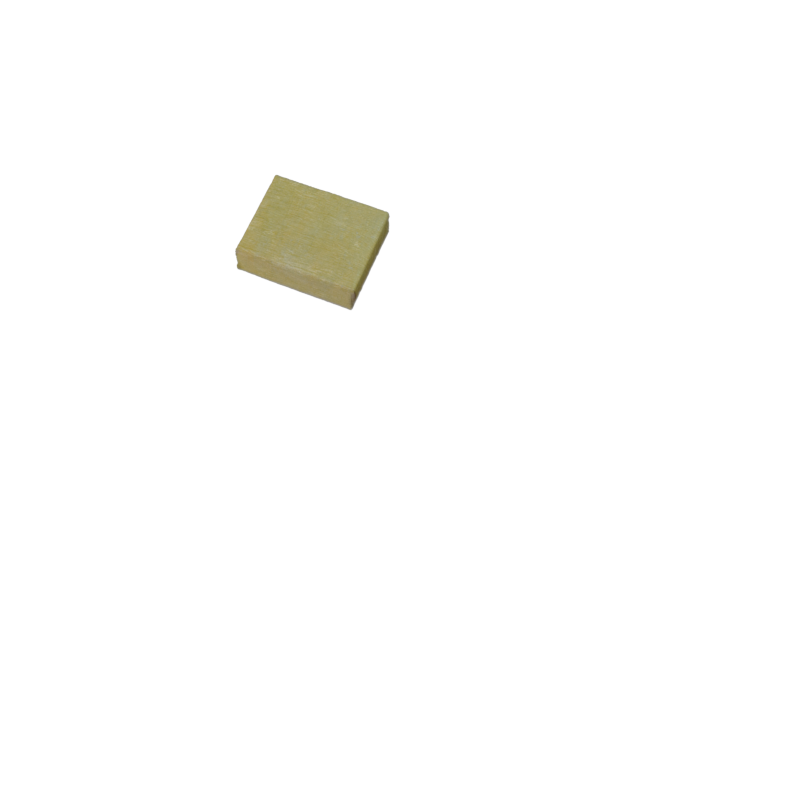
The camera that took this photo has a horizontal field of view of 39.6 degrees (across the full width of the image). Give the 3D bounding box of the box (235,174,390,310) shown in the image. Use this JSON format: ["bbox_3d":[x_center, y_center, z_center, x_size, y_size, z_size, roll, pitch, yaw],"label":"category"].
[{"bbox_3d":[-0.076,-0.140,0.977,0.116,0.094,0.036,18,-31,11],"label":"box"}]
